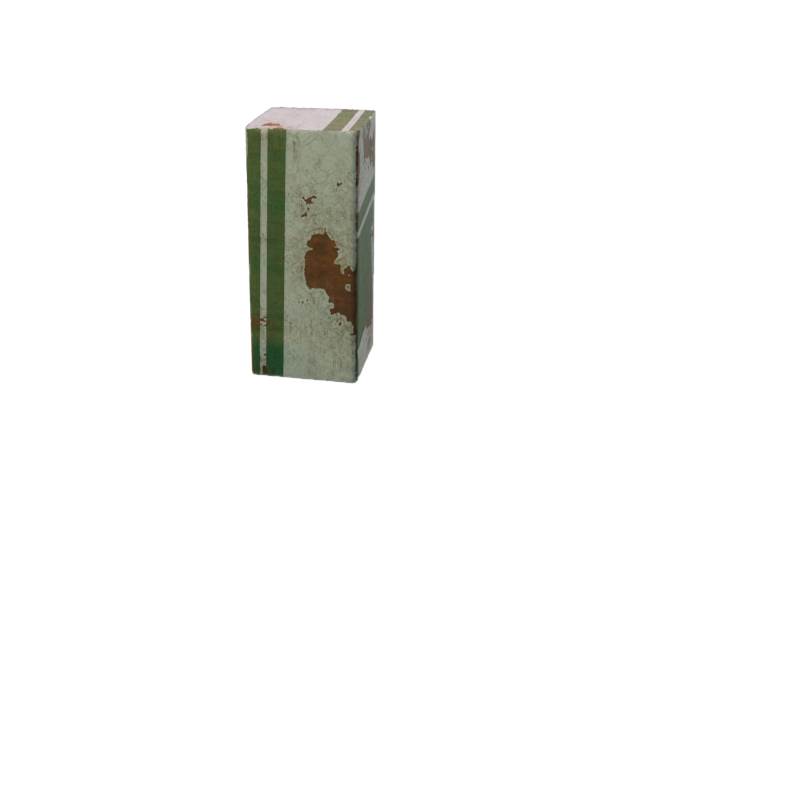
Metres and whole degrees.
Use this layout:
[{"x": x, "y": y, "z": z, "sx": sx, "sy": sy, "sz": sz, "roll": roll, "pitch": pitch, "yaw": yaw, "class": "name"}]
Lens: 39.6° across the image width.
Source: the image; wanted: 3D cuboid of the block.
[{"x": -0.071, "y": -0.129, "z": 0.906, "sx": 0.092, "sy": 0.198, "sz": 0.093, "roll": 4, "pitch": 20, "yaw": 9, "class": "block"}]
